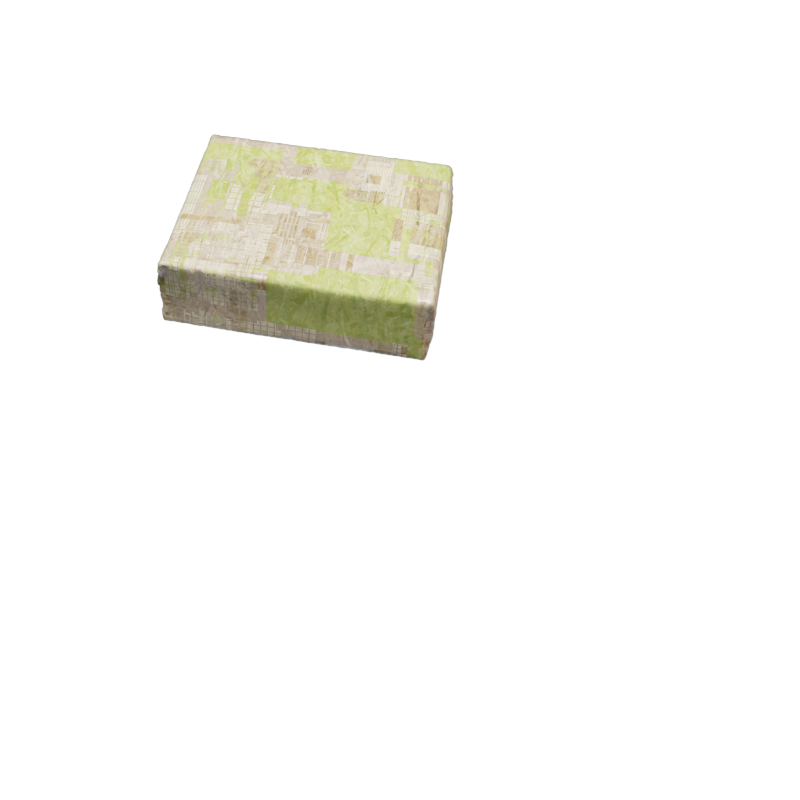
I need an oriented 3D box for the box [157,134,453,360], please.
[{"bbox_3d":[-0.037,-0.068,0.473,0.115,0.036,0.095,6,45,6],"label":"box"}]
